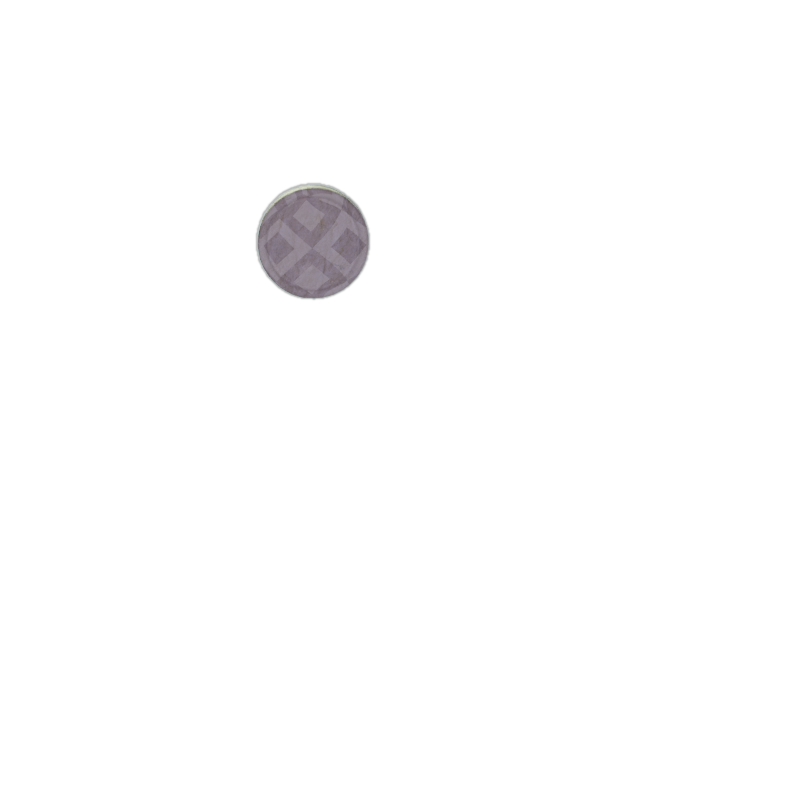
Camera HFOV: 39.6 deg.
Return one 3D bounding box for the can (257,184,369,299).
[{"bbox_3d":[-0.066,-0.120,0.841,0.086,0.085,0.034,0,6,-1],"label":"can"}]
